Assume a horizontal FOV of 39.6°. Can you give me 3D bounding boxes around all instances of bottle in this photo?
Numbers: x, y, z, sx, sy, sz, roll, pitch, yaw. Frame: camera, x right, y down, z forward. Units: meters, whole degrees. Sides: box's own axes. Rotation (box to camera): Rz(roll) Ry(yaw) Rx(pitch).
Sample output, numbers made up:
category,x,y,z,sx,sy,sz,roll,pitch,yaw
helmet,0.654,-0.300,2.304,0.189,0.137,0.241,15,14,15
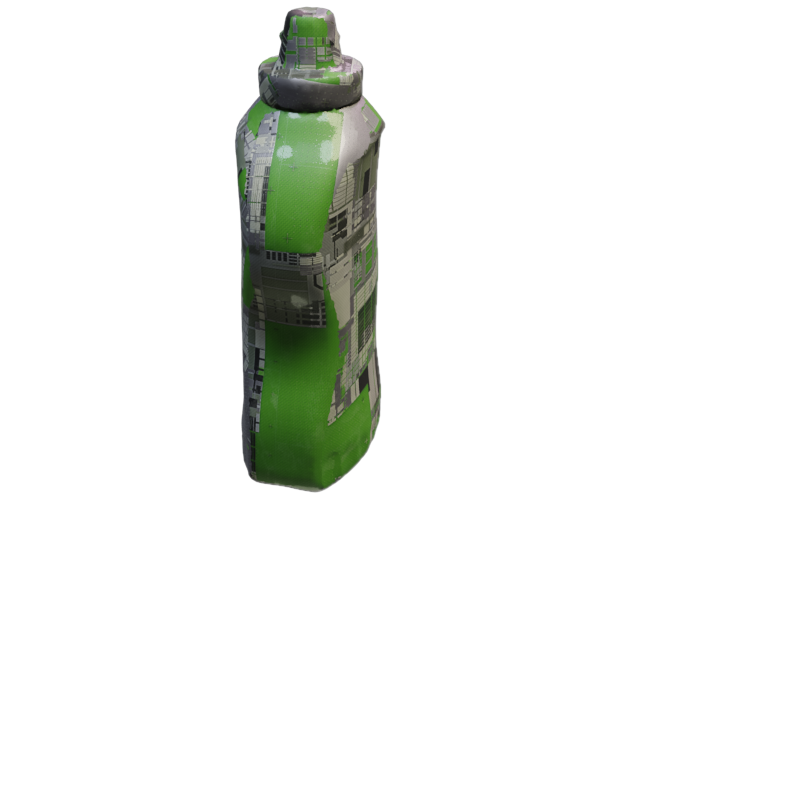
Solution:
category,x,y,z,sx,sy,sz,roll,pitch,yaw
bottle,-0.036,-0.066,0.459,0.060,0.181,0.099,8,28,12
